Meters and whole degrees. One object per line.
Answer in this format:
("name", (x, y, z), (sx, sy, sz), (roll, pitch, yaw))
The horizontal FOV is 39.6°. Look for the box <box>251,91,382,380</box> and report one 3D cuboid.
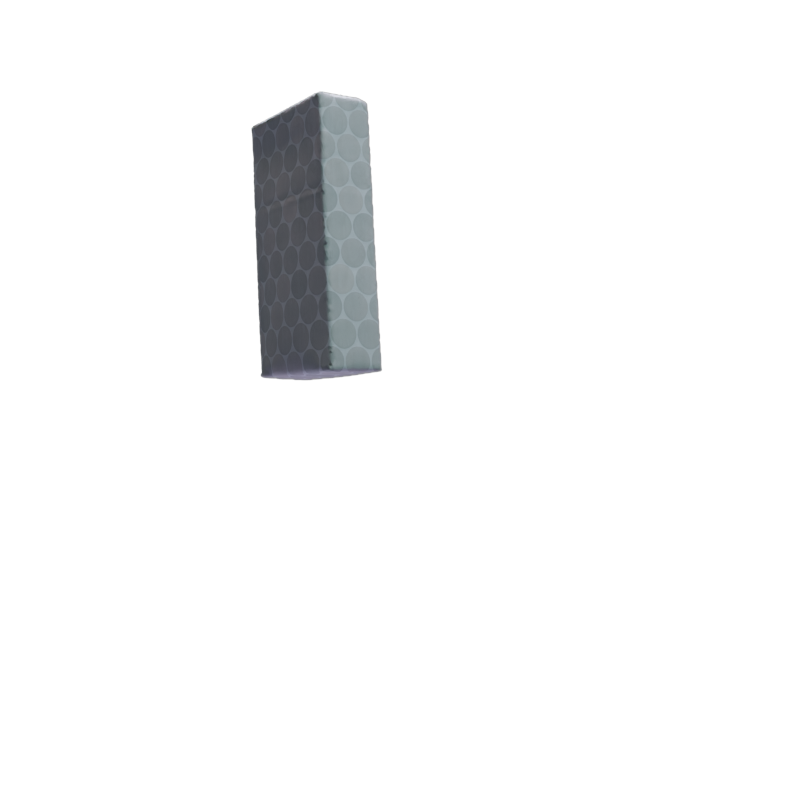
("box", (-0.056, -0.104, 0.725), (0.046, 0.181, 0.095), (6, -11, -34))
